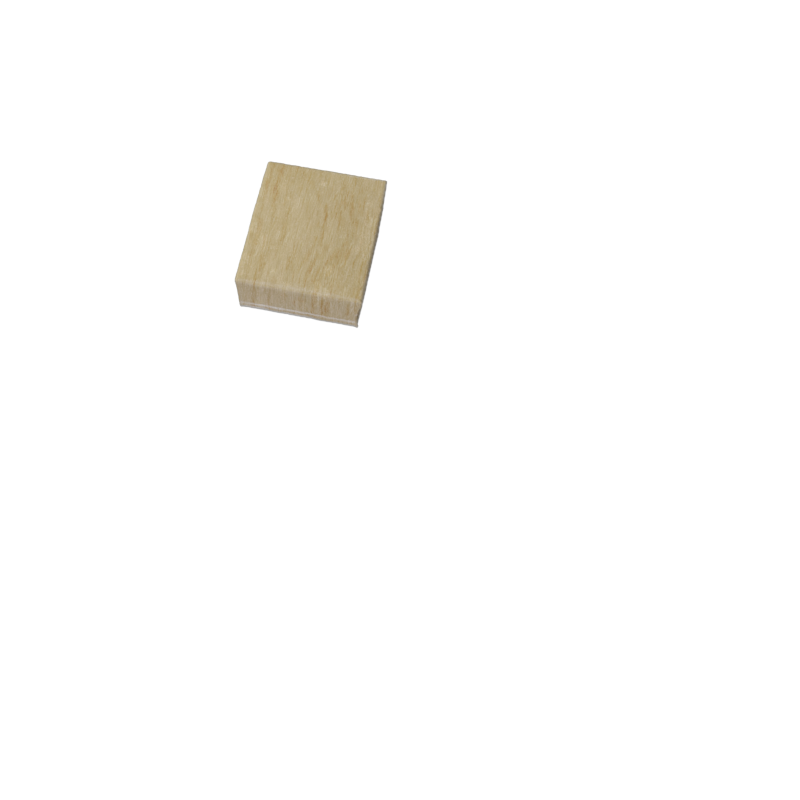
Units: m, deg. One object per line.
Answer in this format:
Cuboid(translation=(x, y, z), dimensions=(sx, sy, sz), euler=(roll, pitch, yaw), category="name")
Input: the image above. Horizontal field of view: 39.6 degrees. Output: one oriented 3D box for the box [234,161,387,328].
Cuboid(translation=(-0.062, -0.113, 0.795), dimensions=(0.091, 0.120, 0.036), euler=(8, -31, 4), category="box")
